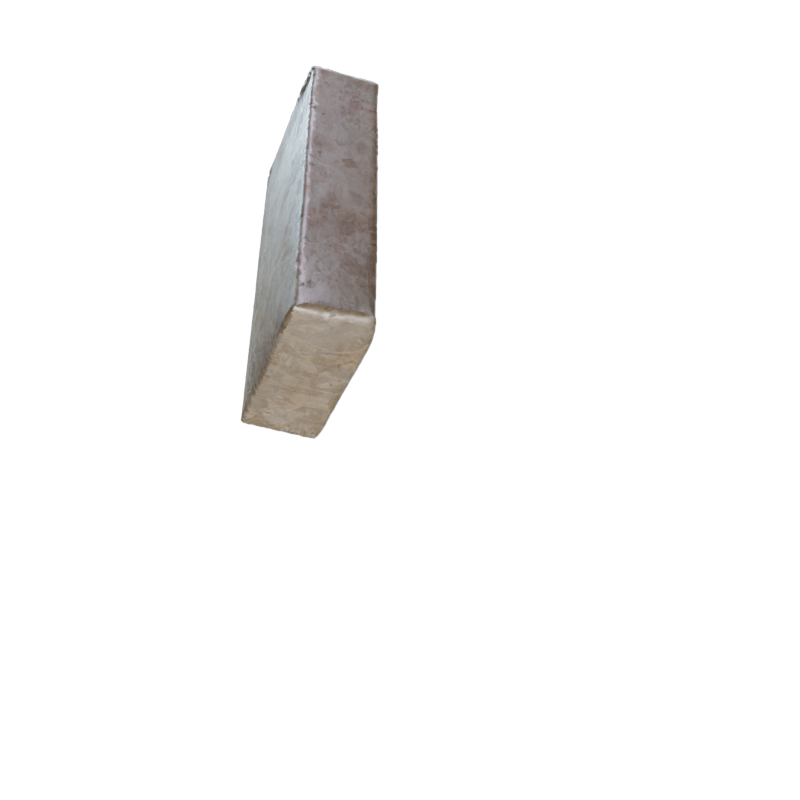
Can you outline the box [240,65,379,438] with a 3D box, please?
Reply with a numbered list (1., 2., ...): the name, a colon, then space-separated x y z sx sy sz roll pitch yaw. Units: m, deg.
1. box: -0.045 -0.081 0.568 0.047 0.189 0.089 12 -43 -17
